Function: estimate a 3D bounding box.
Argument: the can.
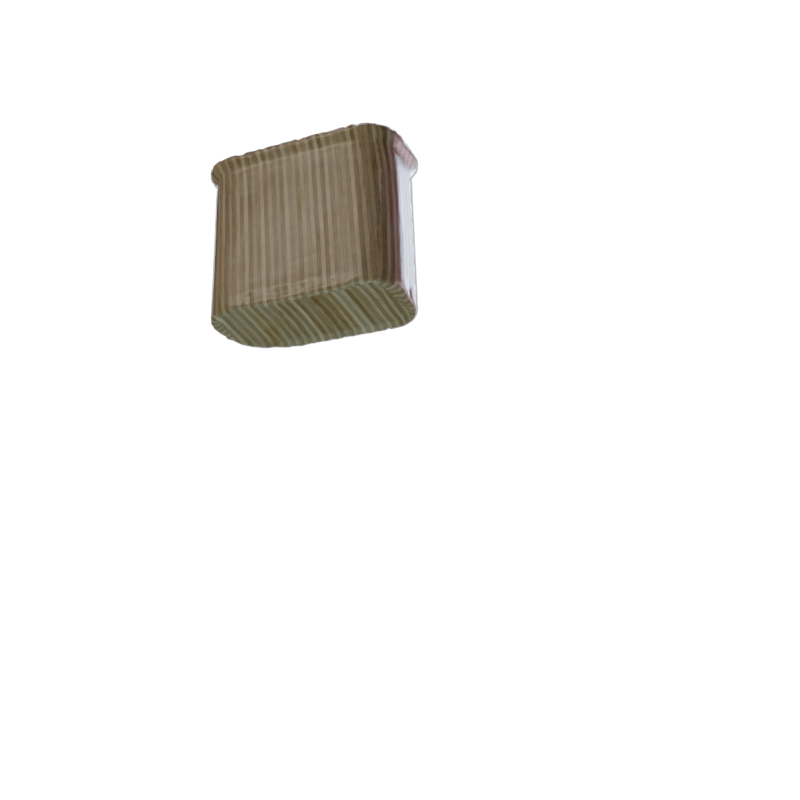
[{"bbox_3d":[-0.042,-0.076,0.536,0.103,0.089,0.053,-11,-28,20],"label":"can"}]
